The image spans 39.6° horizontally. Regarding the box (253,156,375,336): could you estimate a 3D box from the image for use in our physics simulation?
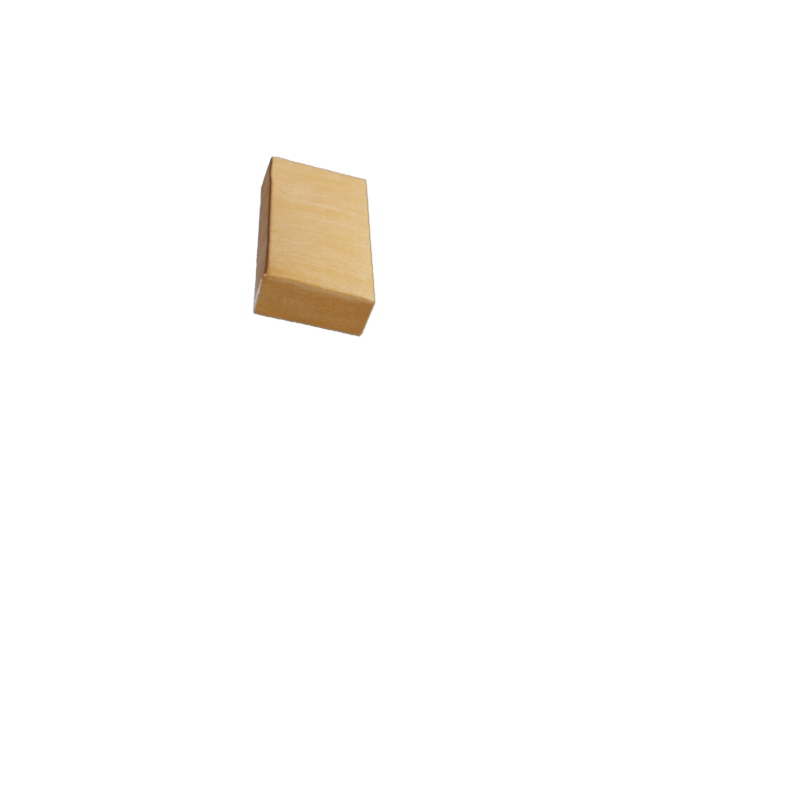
[{"bbox_3d":[-0.073,-0.134,0.939,0.091,0.046,0.189,11,37,-12],"label":"box"}]
